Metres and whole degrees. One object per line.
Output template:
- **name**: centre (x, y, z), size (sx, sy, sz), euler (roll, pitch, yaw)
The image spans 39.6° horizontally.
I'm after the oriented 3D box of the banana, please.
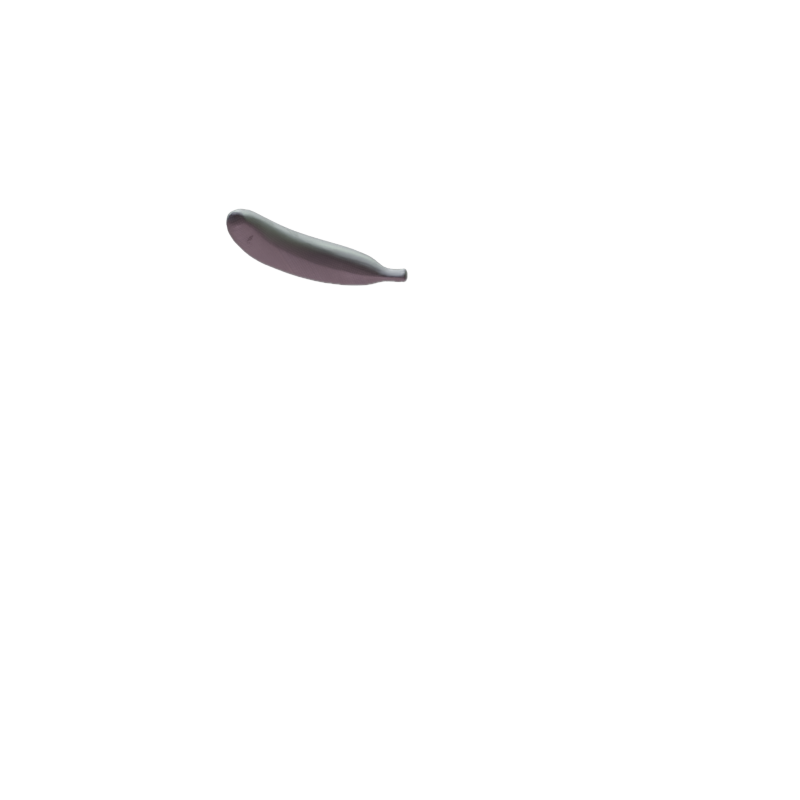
- **banana**: centre (-0.086, -0.134, 0.982), size (0.187, 0.038, 0.070), euler (12, -20, -39)
